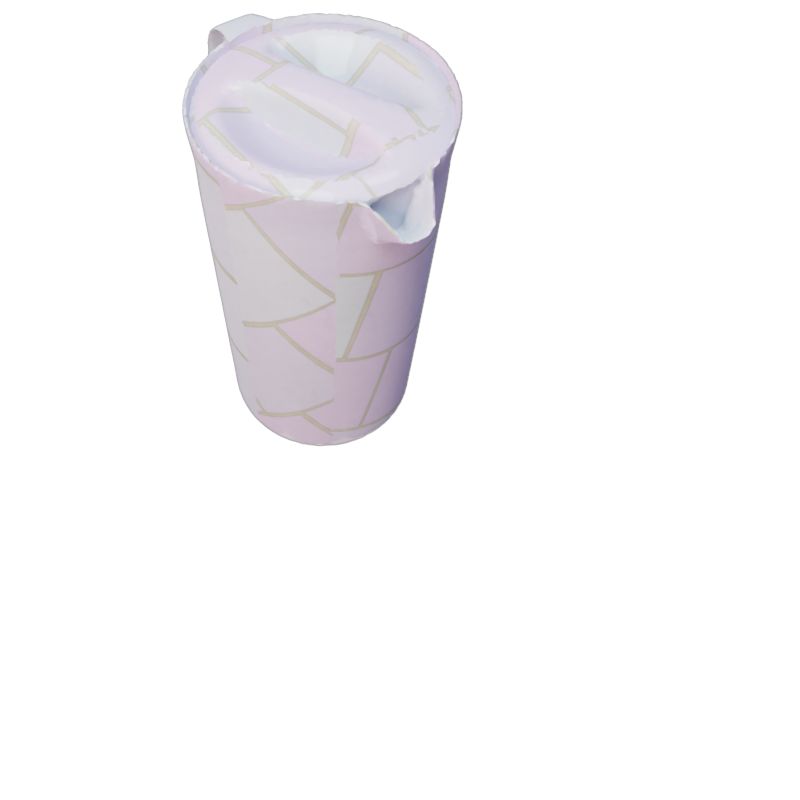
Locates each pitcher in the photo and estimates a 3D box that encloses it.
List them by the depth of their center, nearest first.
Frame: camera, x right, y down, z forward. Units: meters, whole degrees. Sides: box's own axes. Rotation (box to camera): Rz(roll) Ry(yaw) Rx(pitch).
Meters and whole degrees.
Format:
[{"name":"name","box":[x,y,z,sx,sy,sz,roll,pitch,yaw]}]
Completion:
[{"name":"pitcher","box":[-0.048,-0.088,0.617,0.146,0.158,0.227,10,-36,4]}]
